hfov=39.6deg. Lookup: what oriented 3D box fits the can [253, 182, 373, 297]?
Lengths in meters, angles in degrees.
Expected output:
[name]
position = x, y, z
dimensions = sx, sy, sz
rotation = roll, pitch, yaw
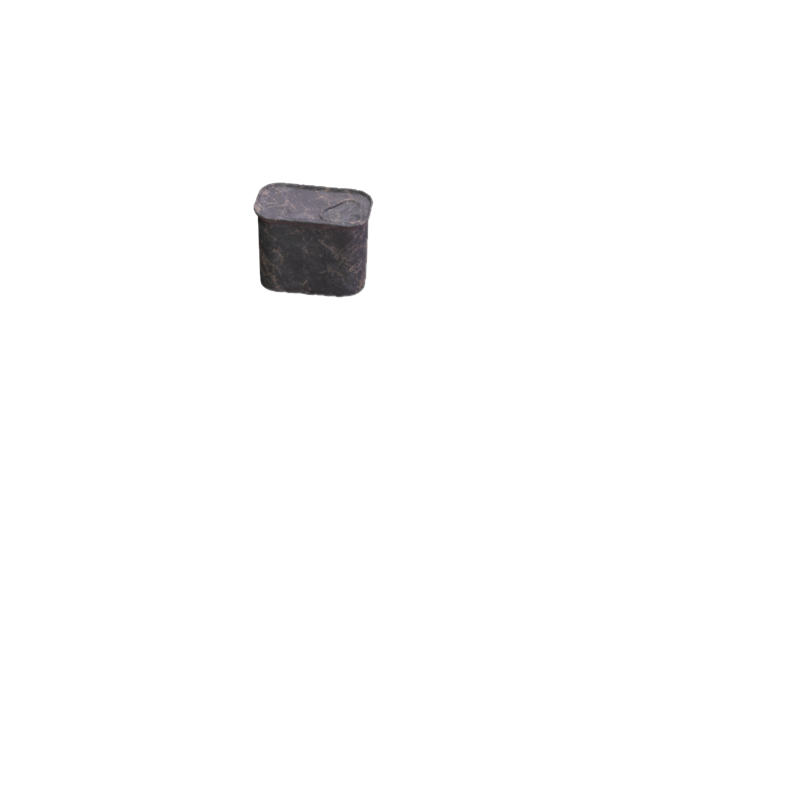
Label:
[can]
position = -0.077, -0.141, 0.989
dimensions = 0.103, 0.078, 0.061
rotation = 6, 40, 6
